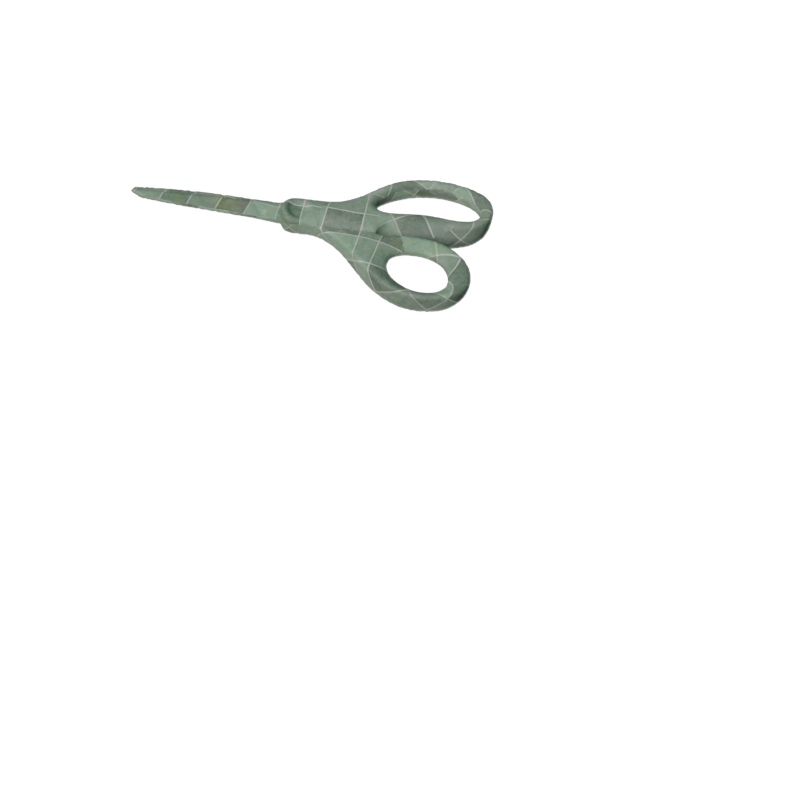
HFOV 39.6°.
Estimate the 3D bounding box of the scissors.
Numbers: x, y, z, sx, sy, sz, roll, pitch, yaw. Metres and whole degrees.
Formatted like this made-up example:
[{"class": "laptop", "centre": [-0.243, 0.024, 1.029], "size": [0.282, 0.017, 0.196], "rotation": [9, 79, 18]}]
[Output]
[{"class": "scissors", "centre": [-0.047, -0.086, 0.606], "size": [0.201, 0.103, 0.015], "rotation": [-3, -38, -3]}]
